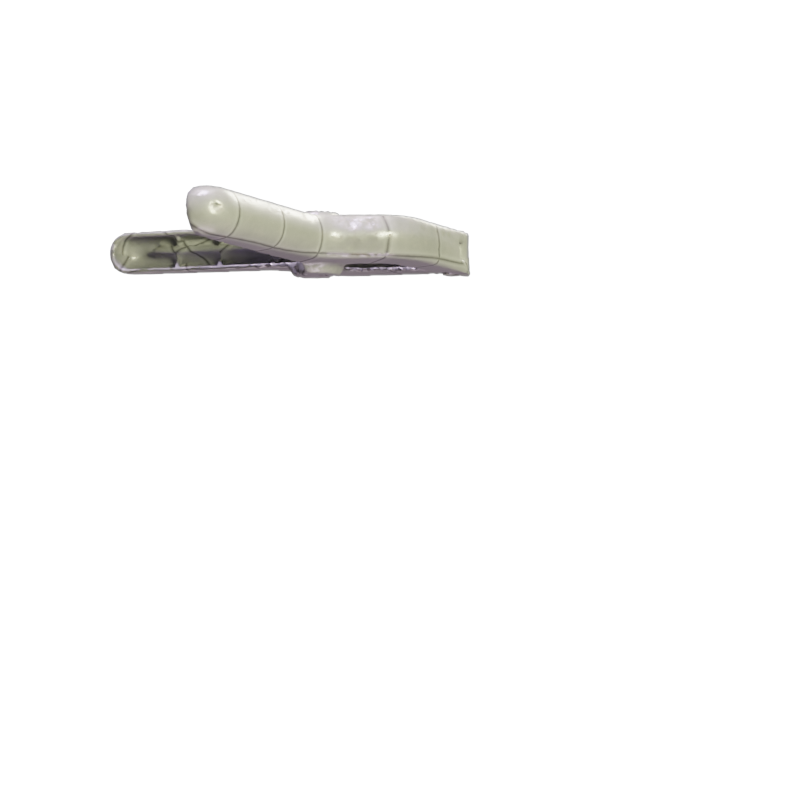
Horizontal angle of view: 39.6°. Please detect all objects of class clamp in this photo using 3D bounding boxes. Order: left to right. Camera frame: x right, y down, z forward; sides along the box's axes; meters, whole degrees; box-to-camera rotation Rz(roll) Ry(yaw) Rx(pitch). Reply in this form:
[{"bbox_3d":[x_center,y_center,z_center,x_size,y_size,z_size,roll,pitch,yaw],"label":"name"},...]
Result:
[{"bbox_3d":[-0.049,-0.089,0.627,0.205,0.037,0.166,0,-1,-19],"label":"clamp"}]
